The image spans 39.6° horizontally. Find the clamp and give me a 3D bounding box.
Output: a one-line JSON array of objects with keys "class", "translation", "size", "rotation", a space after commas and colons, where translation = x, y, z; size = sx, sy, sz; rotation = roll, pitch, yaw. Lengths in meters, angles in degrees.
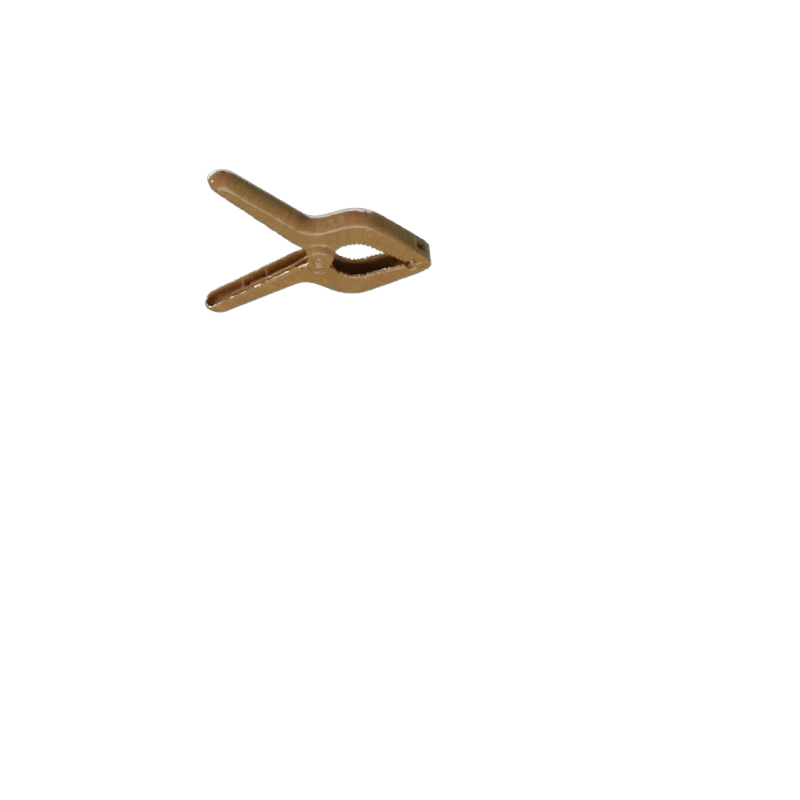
[{"class": "clamp", "translation": [-0.077, -0.141, 0.989], "size": [0.210, 0.039, 0.153], "rotation": [-1, -42, 1]}]
